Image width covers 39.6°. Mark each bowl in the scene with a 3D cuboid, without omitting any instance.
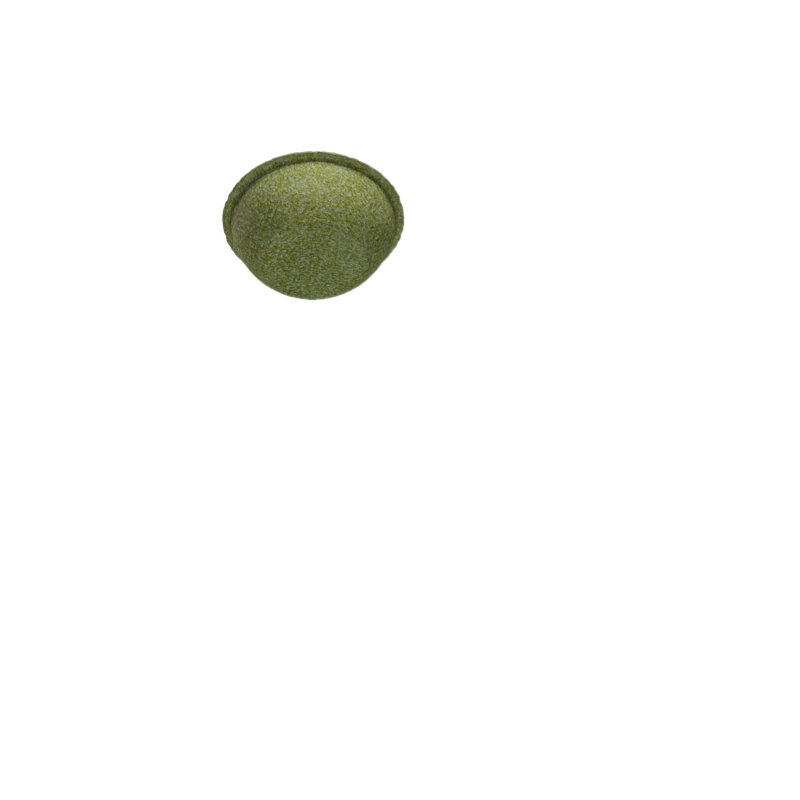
[{"bbox_3d":[-0.076,-0.138,0.967,0.162,0.059,0.151,1,-43,-1],"label":"bowl"}]
